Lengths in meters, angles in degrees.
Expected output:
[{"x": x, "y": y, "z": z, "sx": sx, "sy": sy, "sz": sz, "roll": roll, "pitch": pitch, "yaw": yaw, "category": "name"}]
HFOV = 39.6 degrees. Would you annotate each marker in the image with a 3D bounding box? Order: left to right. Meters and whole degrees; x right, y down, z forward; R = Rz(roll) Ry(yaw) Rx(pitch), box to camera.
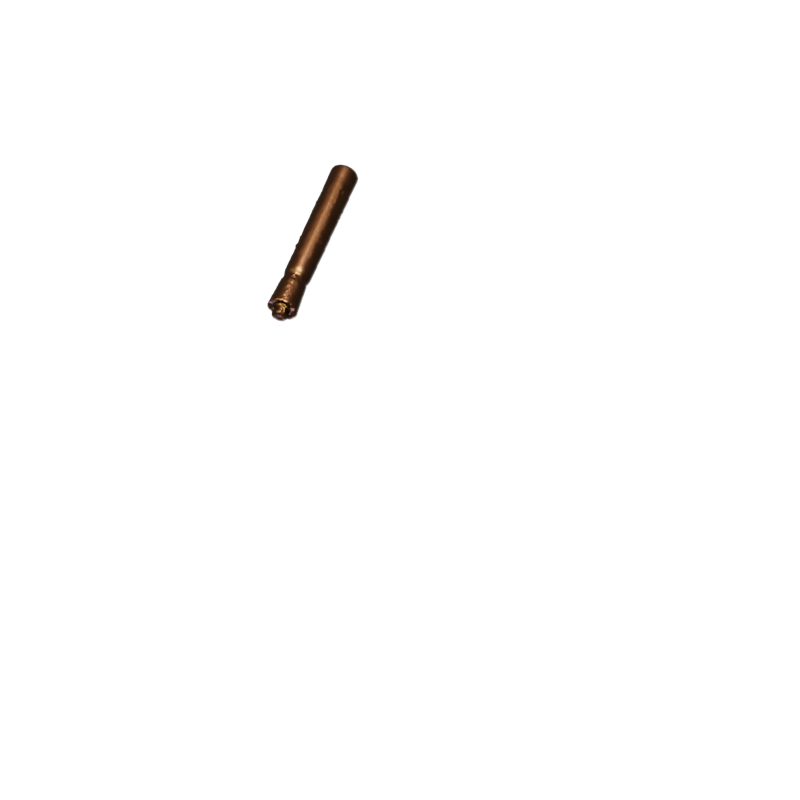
[{"x": -0.054, "y": -0.098, "z": 0.686, "sx": 0.020, "sy": 0.127, "sz": 0.018, "roll": 14, "pitch": -35, "yaw": 8, "category": "marker"}]
